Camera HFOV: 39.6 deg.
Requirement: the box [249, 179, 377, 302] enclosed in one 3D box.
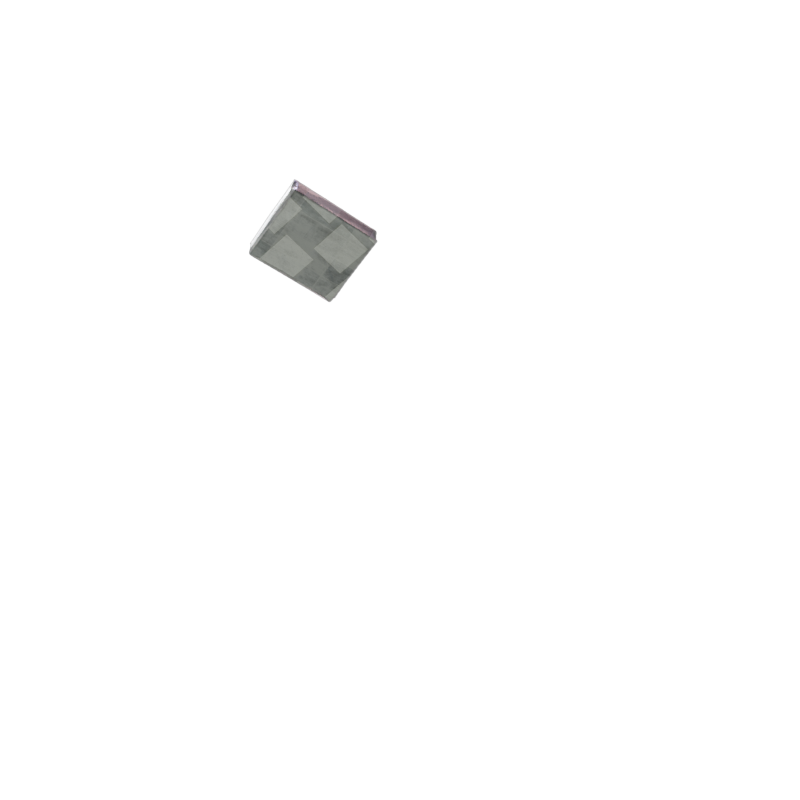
[{"bbox_3d":[-0.076,-0.138,0.970,0.086,0.071,0.032,31,22,-15],"label":"box"}]
